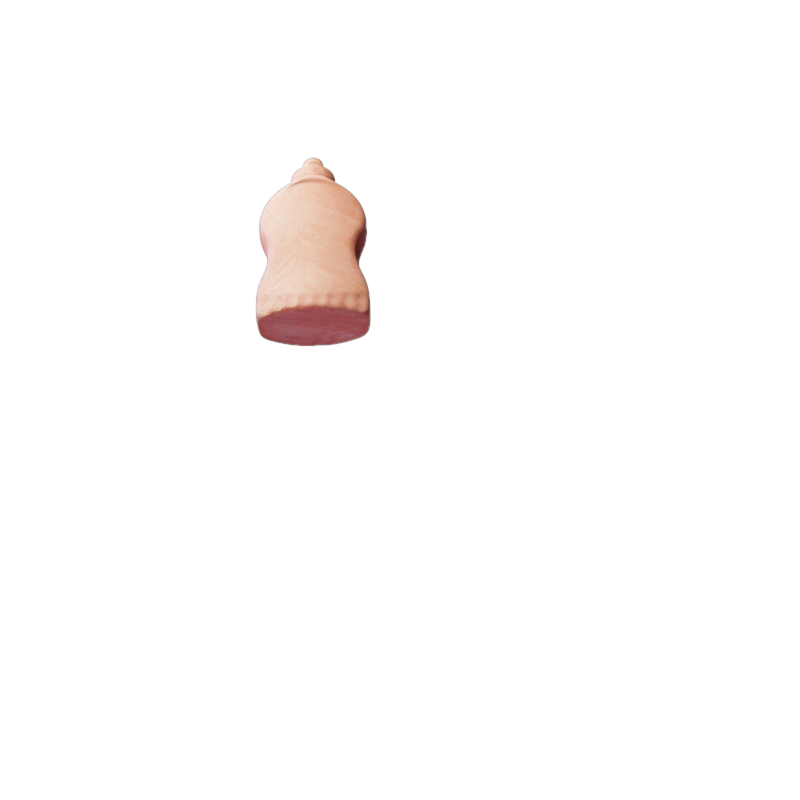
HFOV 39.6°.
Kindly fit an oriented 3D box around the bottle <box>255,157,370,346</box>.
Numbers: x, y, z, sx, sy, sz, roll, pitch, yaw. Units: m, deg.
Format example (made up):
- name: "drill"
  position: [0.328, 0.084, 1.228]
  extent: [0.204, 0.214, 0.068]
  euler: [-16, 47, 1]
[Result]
- name: "bottle"
  position: [-0.077, -0.141, 0.982]
  extent: [0.096, 0.205, 0.054]
  euler: [-4, -37, 1]
